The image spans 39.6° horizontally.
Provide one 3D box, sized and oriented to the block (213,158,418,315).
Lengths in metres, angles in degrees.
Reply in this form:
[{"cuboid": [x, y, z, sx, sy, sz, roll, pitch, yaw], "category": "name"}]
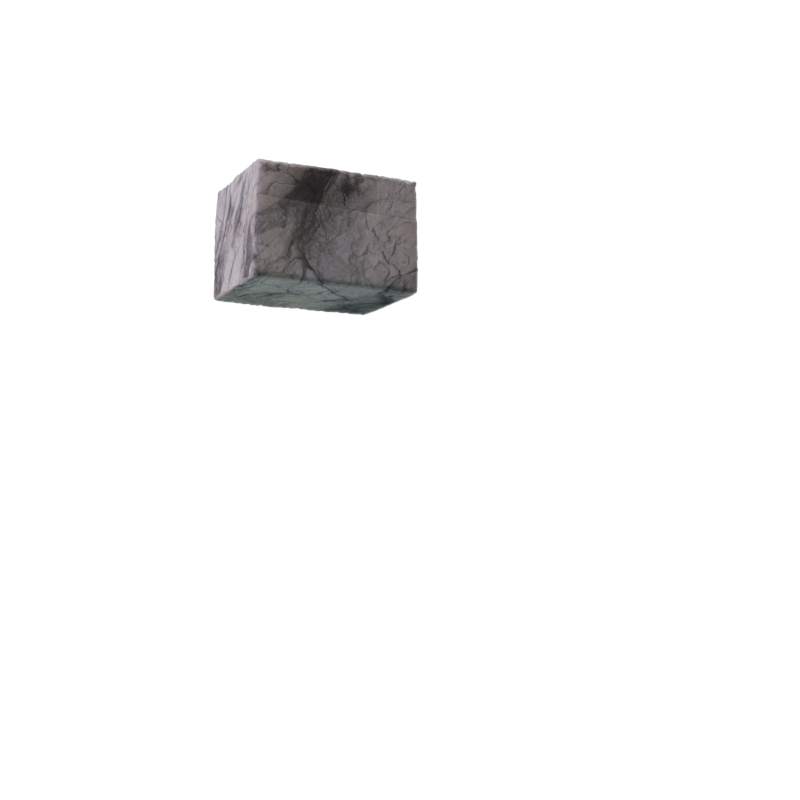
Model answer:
[{"cuboid": [-0.038, -0.070, 0.488, 0.075, 0.053, 0.053, 4, -12, -25], "category": "block"}]
